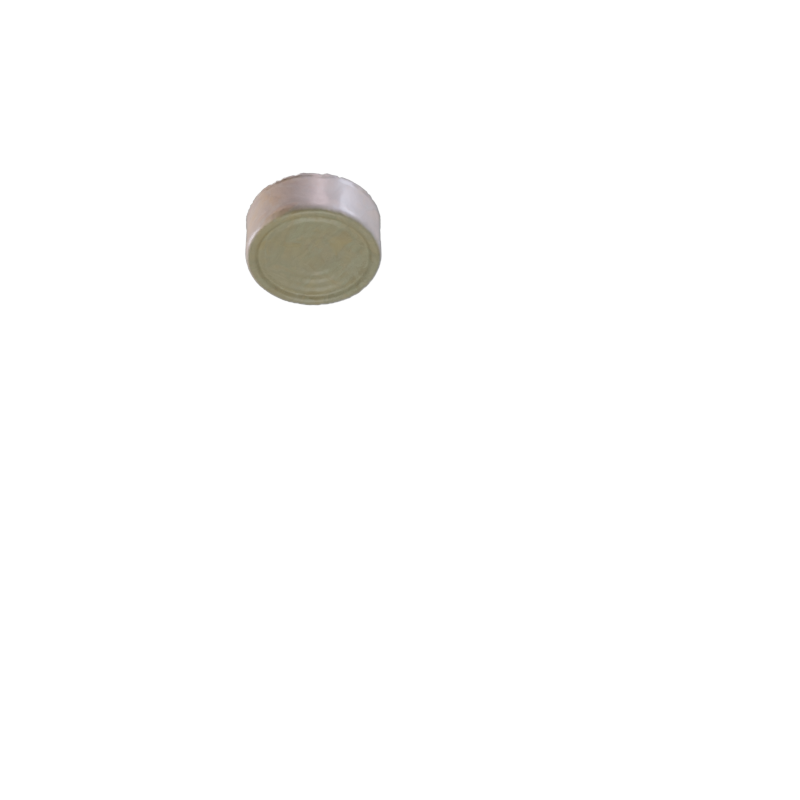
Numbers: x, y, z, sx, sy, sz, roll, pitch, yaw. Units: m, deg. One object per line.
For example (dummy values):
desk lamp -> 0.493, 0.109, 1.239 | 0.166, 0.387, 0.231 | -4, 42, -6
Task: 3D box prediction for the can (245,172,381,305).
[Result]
can -> -0.054, -0.099, 0.693 | 0.086, 0.036, 0.080 | 1, -42, -1
